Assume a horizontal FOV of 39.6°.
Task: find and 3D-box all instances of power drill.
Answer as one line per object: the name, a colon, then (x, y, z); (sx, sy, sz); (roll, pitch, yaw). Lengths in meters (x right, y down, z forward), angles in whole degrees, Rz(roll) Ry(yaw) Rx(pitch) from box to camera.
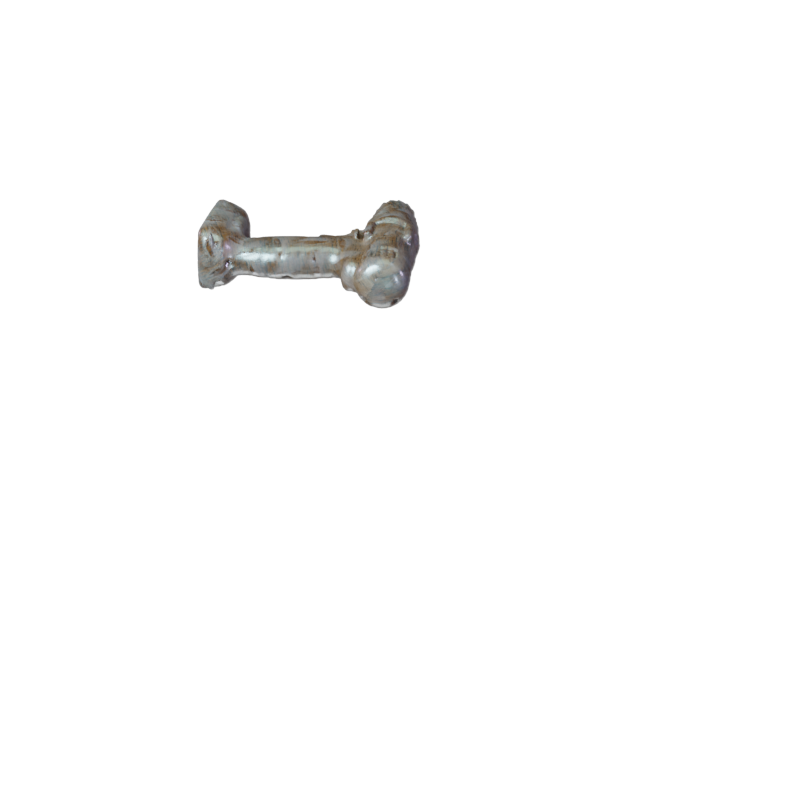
power drill: (-0.077, -0.140, 0.983); (0.189, 0.055, 0.192); (2, 25, 5)
